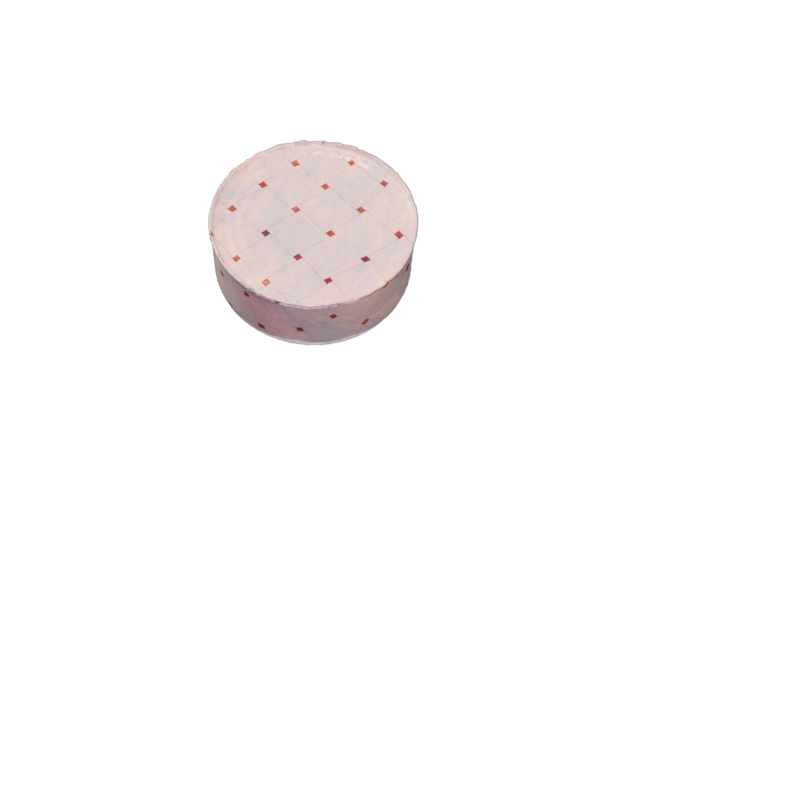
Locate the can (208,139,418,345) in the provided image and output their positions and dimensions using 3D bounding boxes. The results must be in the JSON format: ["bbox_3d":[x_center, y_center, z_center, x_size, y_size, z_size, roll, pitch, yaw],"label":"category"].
[{"bbox_3d":[-0.036,-0.066,0.465,0.086,0.092,0.031,-1,-34,-1],"label":"can"}]
